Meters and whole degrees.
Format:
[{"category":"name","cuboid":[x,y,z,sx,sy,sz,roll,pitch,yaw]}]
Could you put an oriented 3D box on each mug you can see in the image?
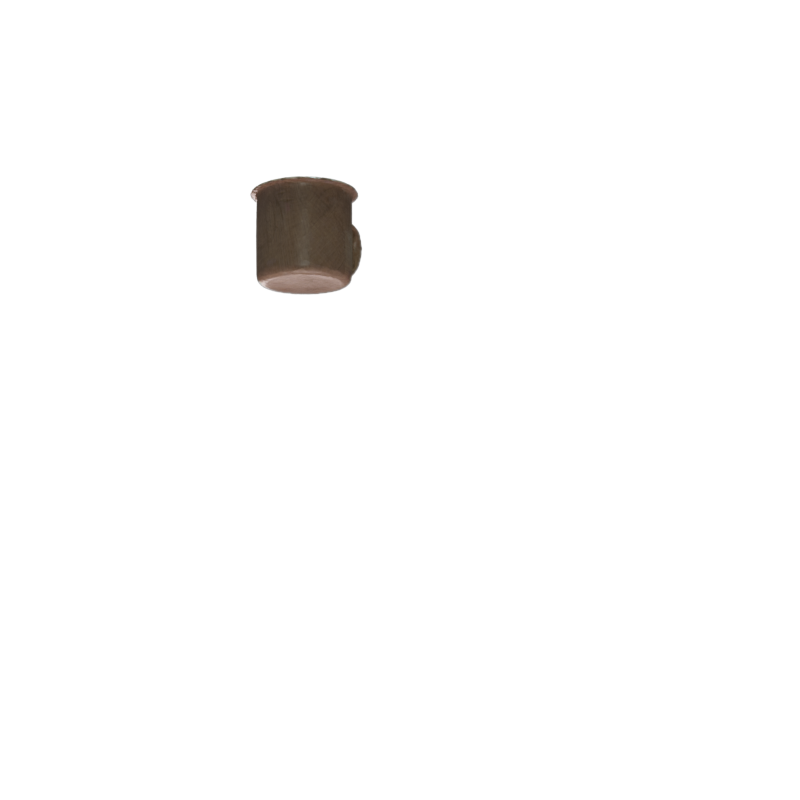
[{"category":"mug","cuboid":[-0.075,-0.137,0.958,0.095,0.084,0.111,-9,-14,37]}]
